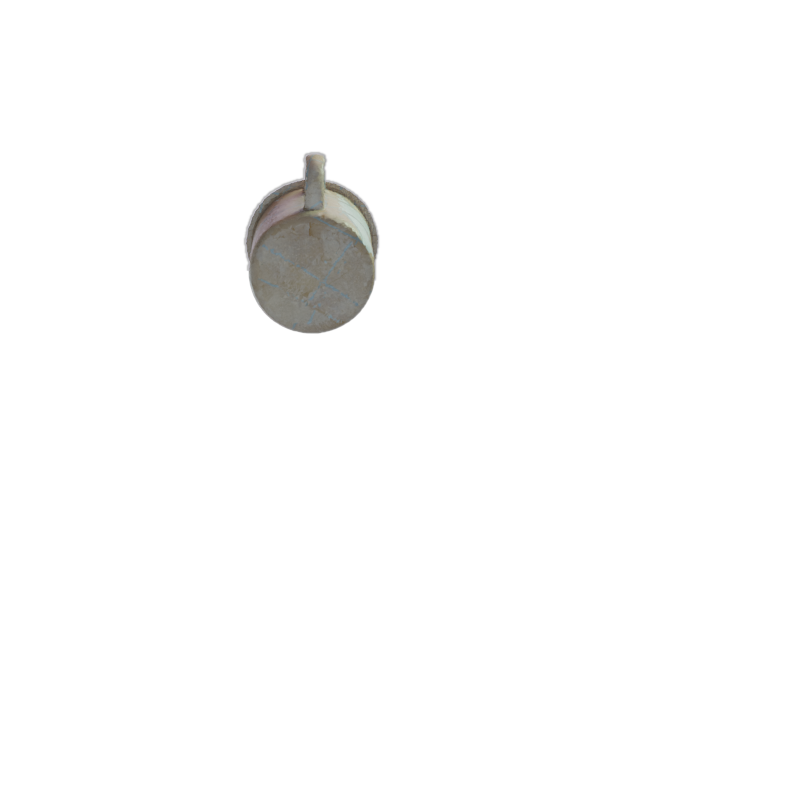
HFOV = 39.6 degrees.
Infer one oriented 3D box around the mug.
[{"bbox_3d":[-0.058,-0.105,0.738,0.093,0.113,0.085,5,18,-4],"label":"mug"}]
